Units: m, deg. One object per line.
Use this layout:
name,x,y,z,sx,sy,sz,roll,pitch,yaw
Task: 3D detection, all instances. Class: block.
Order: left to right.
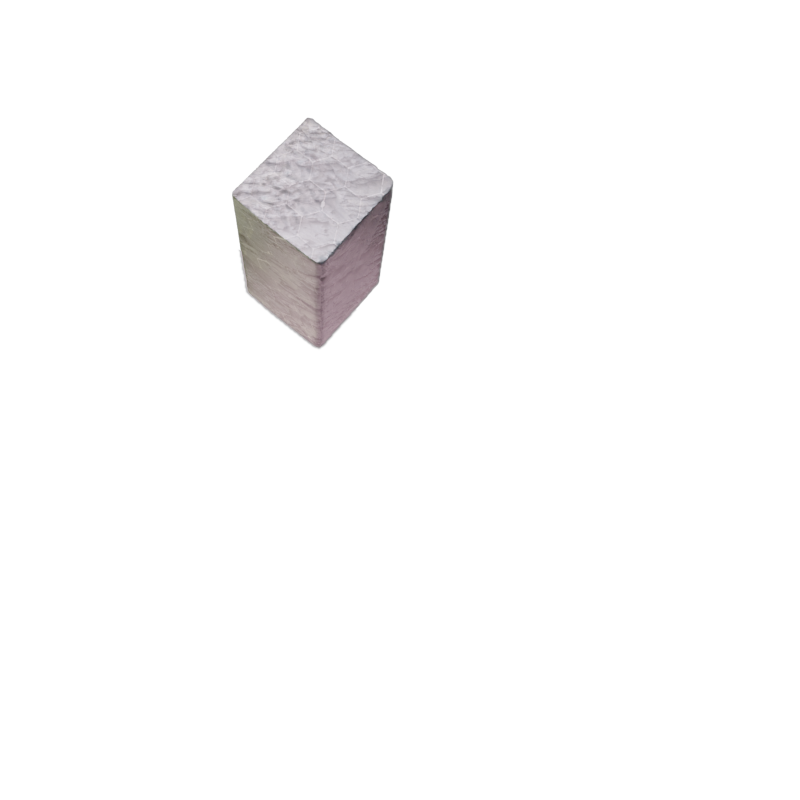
block,-0.072,-0.131,0.919,0.093,0.092,0.197,39,-16,8
